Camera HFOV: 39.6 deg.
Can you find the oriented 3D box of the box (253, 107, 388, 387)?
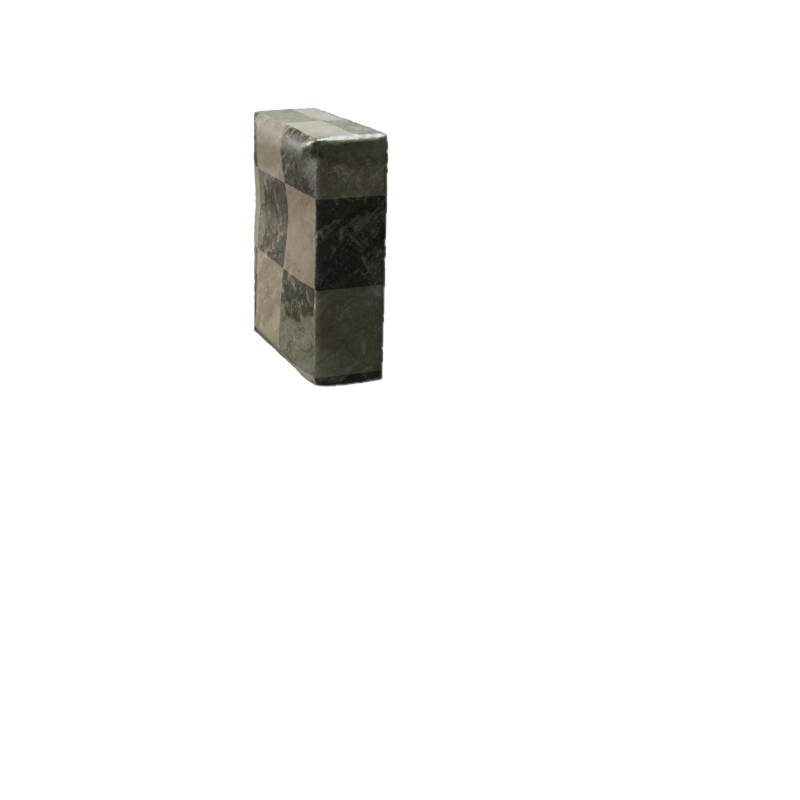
[{"bbox_3d":[-0.076,-0.139,0.975,0.070,0.206,0.174,-6,19,-24],"label":"box"}]
